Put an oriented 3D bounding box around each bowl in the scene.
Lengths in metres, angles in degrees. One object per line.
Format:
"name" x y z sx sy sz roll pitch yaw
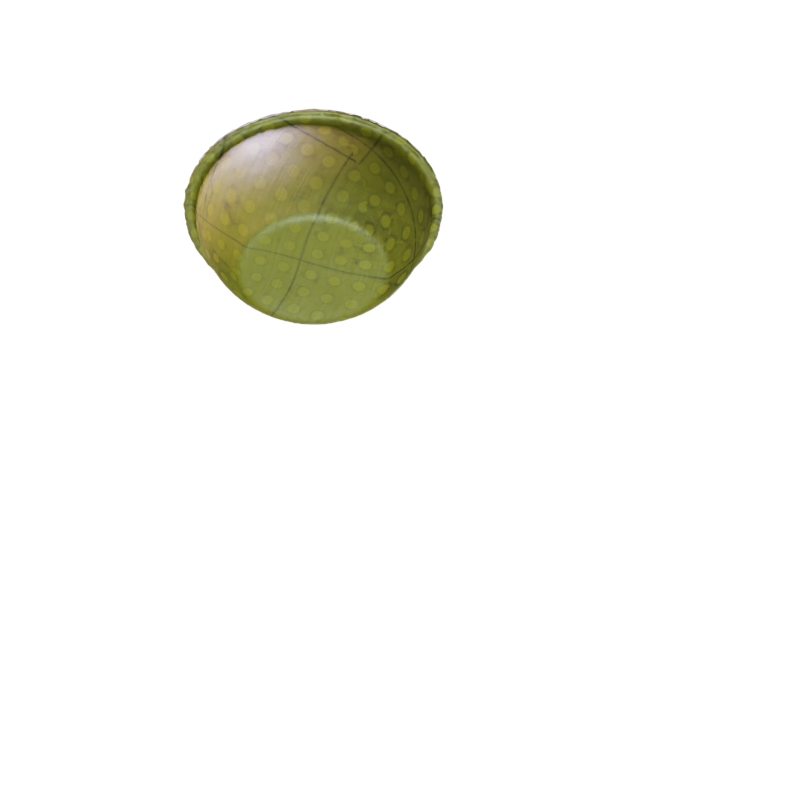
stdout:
"bowl" -0.053 -0.096 0.675 0.162 0.059 0.151 1 -43 -1
